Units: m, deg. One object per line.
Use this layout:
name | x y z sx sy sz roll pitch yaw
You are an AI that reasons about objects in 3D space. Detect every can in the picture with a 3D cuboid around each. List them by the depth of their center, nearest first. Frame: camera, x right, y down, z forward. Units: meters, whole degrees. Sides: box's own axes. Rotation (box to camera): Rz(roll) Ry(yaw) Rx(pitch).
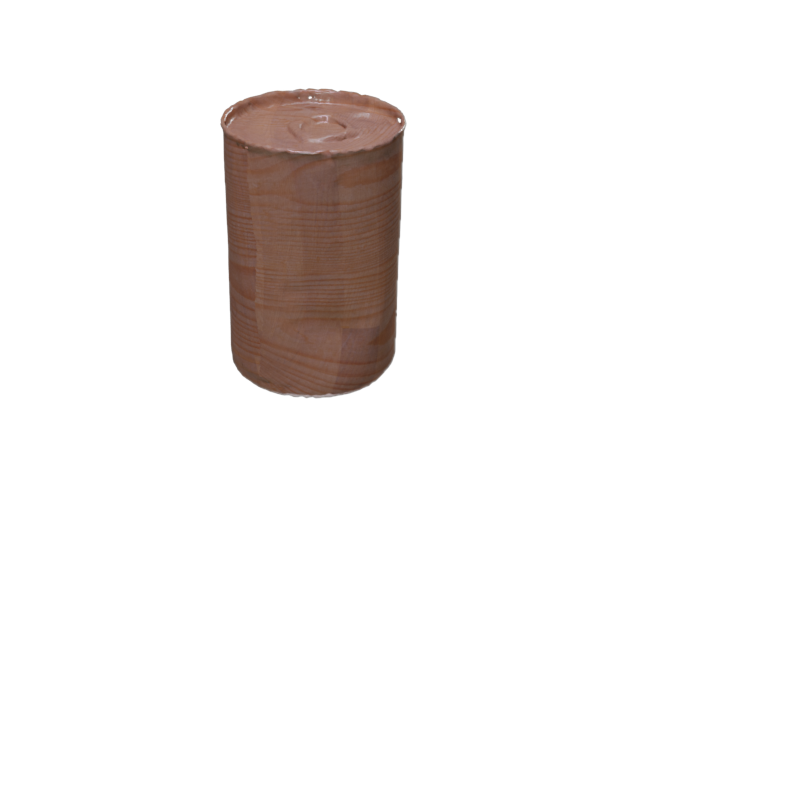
can | -0.033 -0.061 0.428 0.068 0.096 0.073 0 29 -2
